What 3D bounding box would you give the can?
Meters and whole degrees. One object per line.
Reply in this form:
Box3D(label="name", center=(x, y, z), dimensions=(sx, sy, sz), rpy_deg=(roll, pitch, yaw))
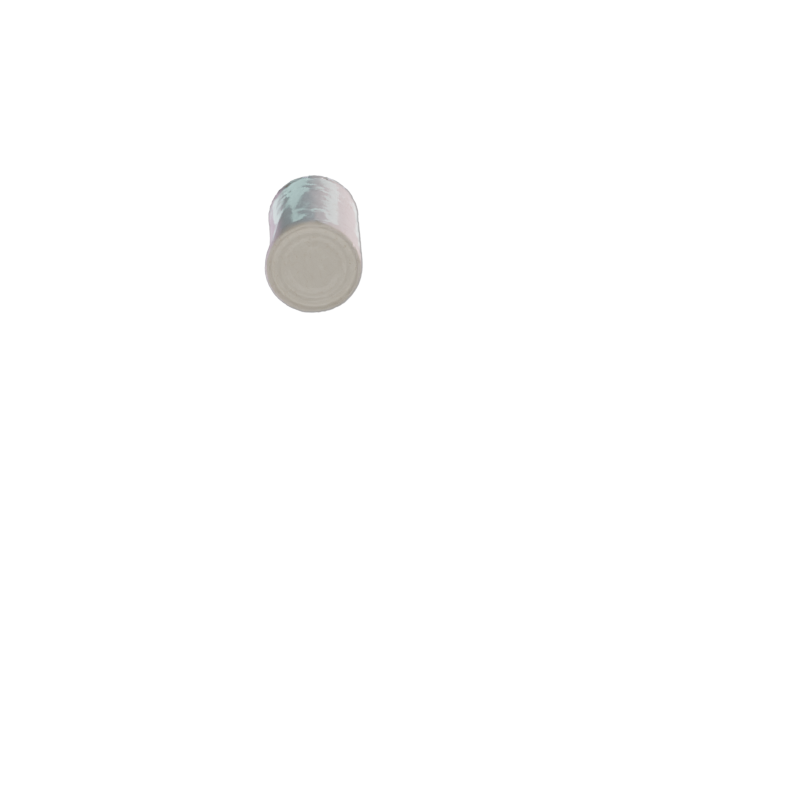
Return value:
Box3D(label="can", center=(-0.062, -0.112, 0.788), dimensions=(0.068, 0.065, 0.108), rpy_deg=(0, 26, -3))
